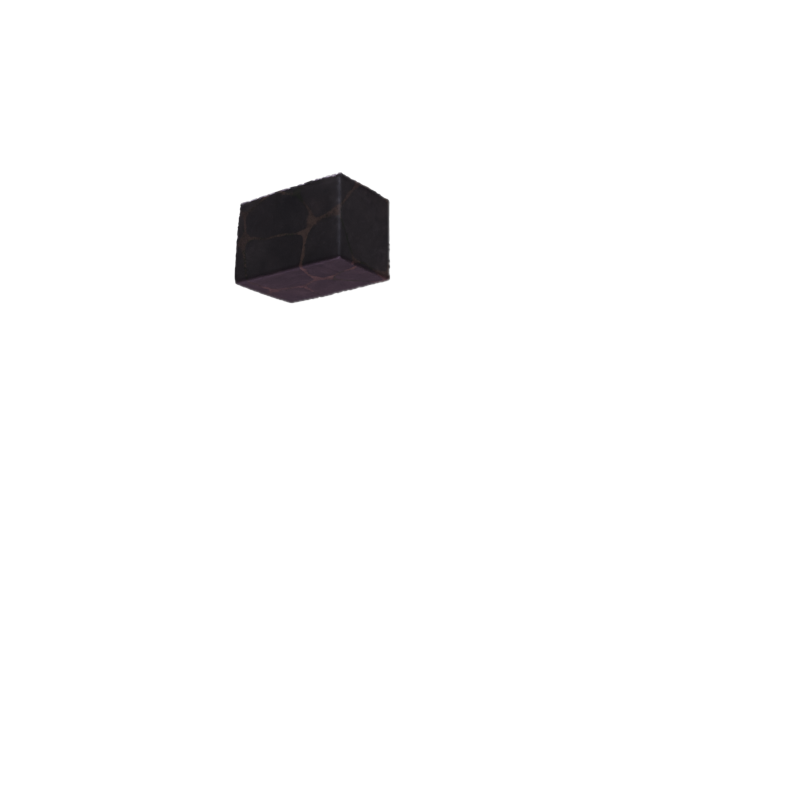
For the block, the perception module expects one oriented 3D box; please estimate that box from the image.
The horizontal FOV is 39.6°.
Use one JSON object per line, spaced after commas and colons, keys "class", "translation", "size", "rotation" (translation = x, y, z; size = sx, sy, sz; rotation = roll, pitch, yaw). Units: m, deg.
{"class": "block", "translation": [-0.051, -0.093, 0.652], "size": [0.079, 0.053, 0.049], "rotation": [-11, -20, 33]}
